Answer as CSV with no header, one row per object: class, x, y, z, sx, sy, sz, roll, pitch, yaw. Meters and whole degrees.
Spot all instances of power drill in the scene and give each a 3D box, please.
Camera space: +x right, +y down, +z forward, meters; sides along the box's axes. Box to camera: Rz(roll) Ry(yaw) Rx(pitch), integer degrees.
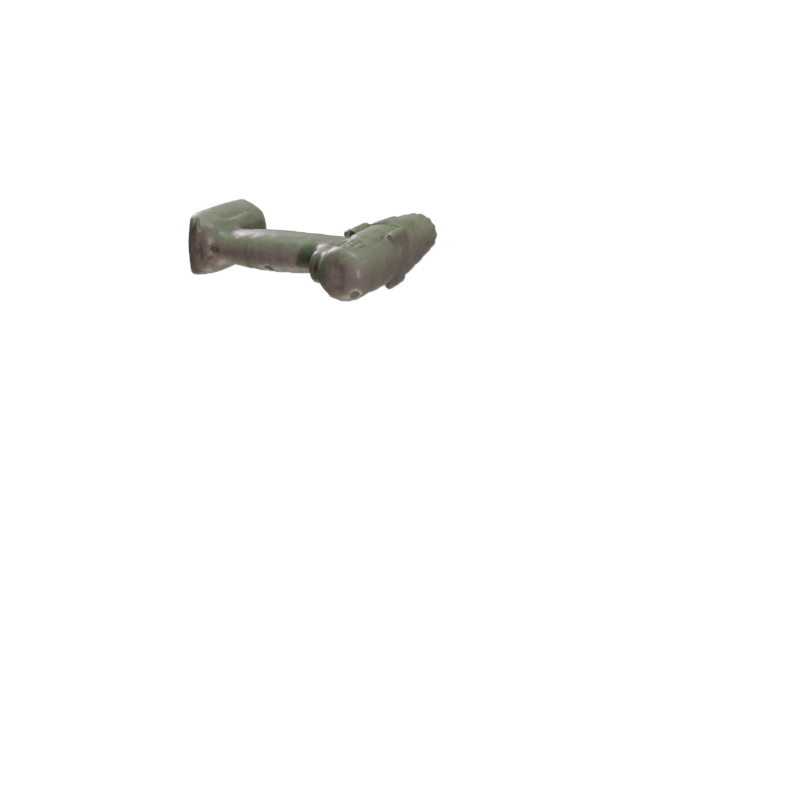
power drill,-0.076,-0.139,0.975,0.194,0.055,0.184,8,20,23
